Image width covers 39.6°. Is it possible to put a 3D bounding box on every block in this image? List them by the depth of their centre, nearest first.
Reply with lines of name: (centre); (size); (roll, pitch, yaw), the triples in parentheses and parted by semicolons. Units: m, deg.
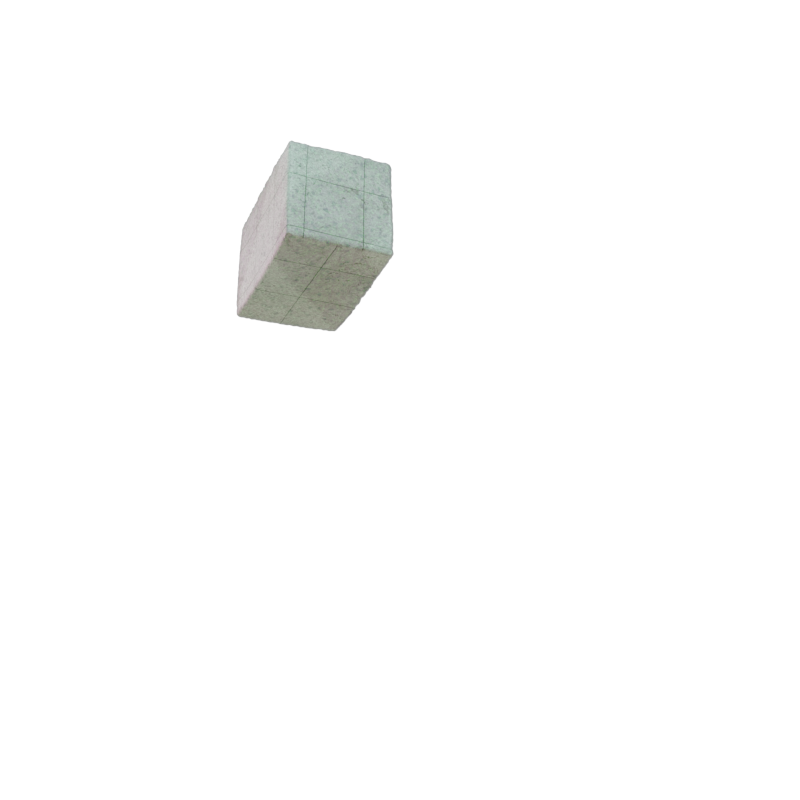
block: (-0.041, -0.075, 0.526); (0.051, 0.055, 0.075); (11, -31, -20)
